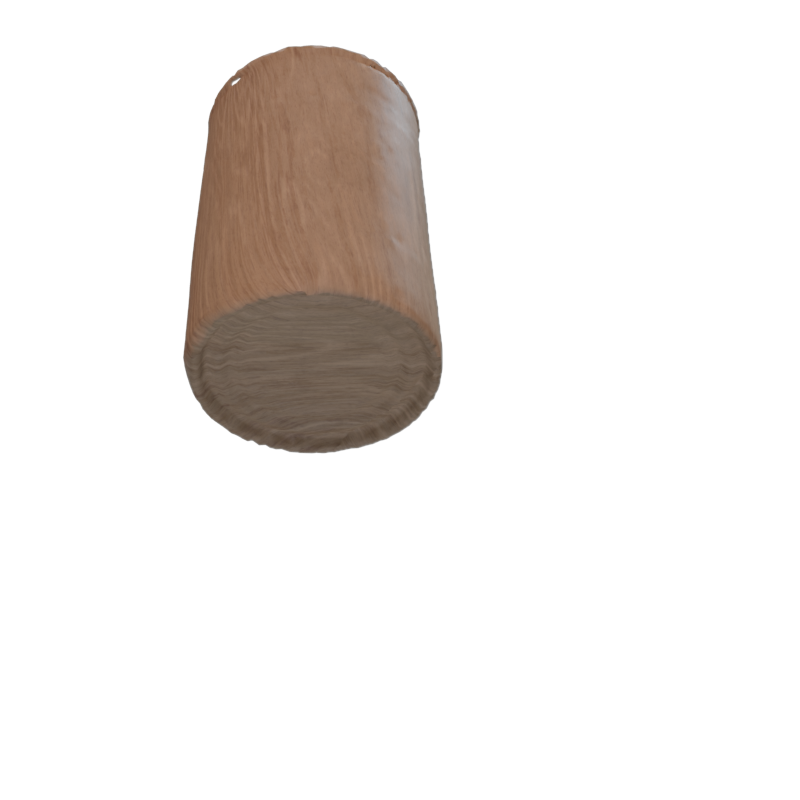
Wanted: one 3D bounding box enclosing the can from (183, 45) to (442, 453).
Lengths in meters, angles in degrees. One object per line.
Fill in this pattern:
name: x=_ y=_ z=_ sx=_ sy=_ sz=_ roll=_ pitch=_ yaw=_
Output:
can: x=-0.025 y=-0.046 z=0.319 sx=0.068 sy=0.110 sz=0.064 roll=-1 pitch=-43 yaw=-3
